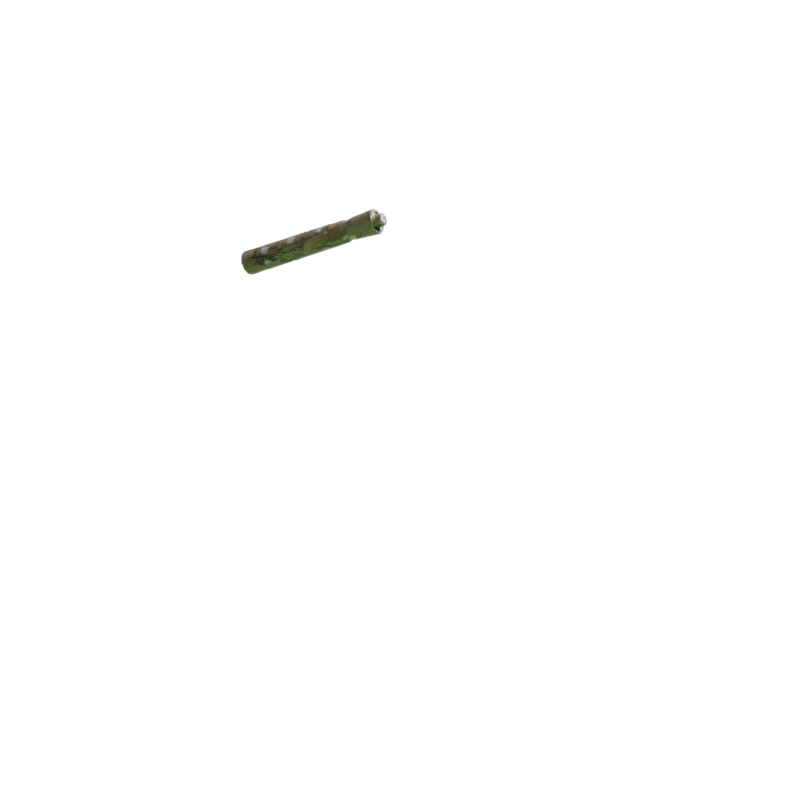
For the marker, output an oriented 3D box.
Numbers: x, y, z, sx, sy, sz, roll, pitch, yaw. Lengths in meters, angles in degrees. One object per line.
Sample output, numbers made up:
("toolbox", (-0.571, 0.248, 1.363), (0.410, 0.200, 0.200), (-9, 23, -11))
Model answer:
("marker", (-0.064, -0.117, 0.818), (0.123, 0.020, 0.019), (-13, -3, 29))
